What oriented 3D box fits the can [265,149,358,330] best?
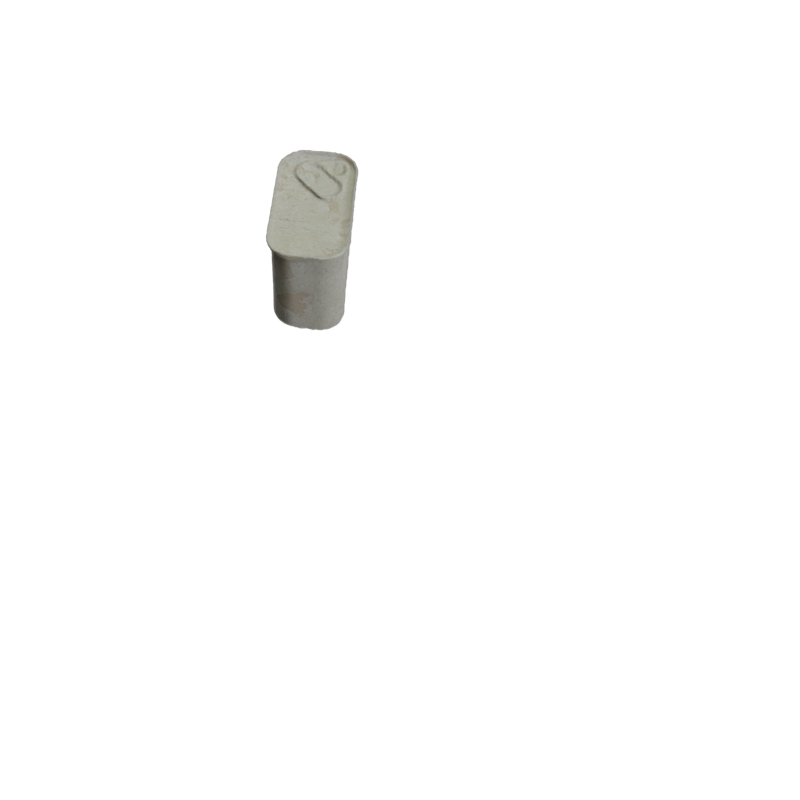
[{"bbox_3d":[-0.062,-0.113,0.792,0.058,0.109,0.078,4,-38,0],"label":"can"}]
